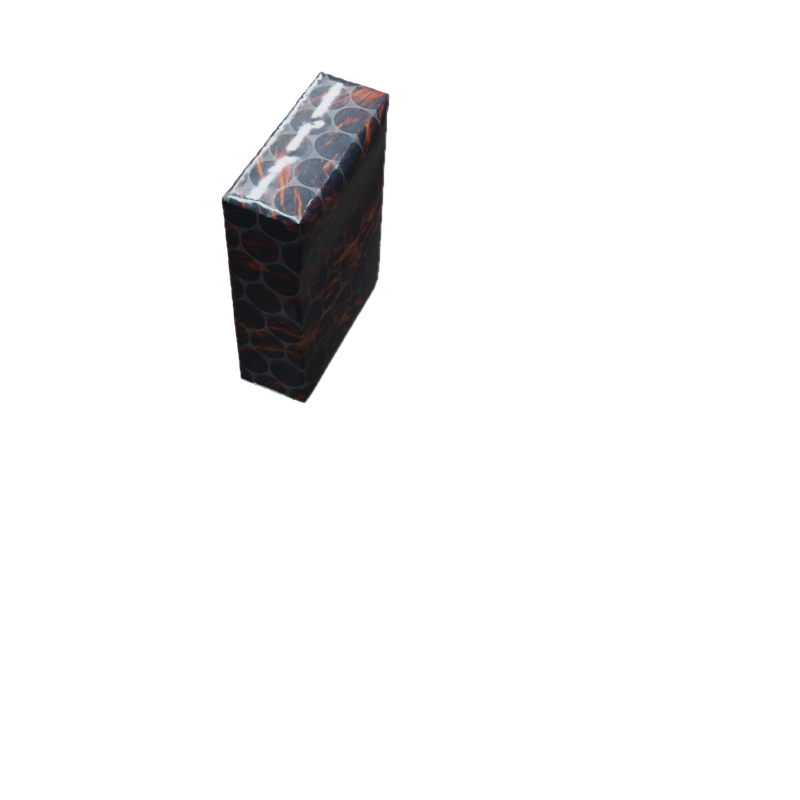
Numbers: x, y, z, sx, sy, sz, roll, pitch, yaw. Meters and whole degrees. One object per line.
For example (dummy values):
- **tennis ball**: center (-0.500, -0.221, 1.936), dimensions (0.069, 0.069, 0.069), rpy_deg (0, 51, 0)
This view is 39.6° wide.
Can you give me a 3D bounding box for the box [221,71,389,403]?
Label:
- **box**: center (-0.070, -0.128, 0.895), dimensions (0.074, 0.171, 0.199), rpy_deg (19, -38, 12)
